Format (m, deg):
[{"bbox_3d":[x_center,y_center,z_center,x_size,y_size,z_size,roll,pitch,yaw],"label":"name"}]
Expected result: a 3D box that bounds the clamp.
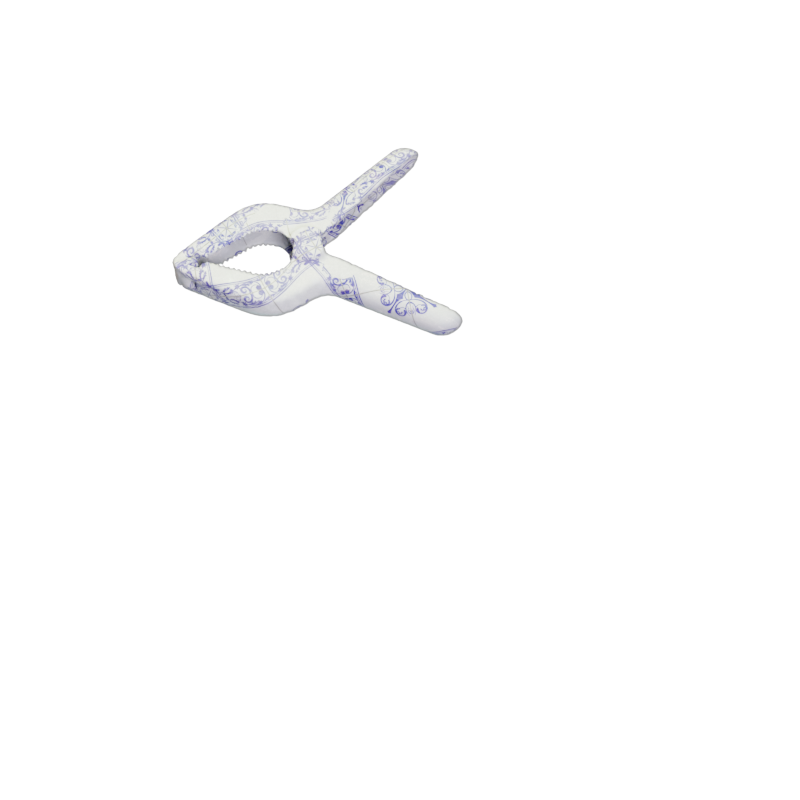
[{"bbox_3d":[-0.066,-0.120,0.842,0.209,0.176,0.034,-3,-31,-2],"label":"clamp"}]
